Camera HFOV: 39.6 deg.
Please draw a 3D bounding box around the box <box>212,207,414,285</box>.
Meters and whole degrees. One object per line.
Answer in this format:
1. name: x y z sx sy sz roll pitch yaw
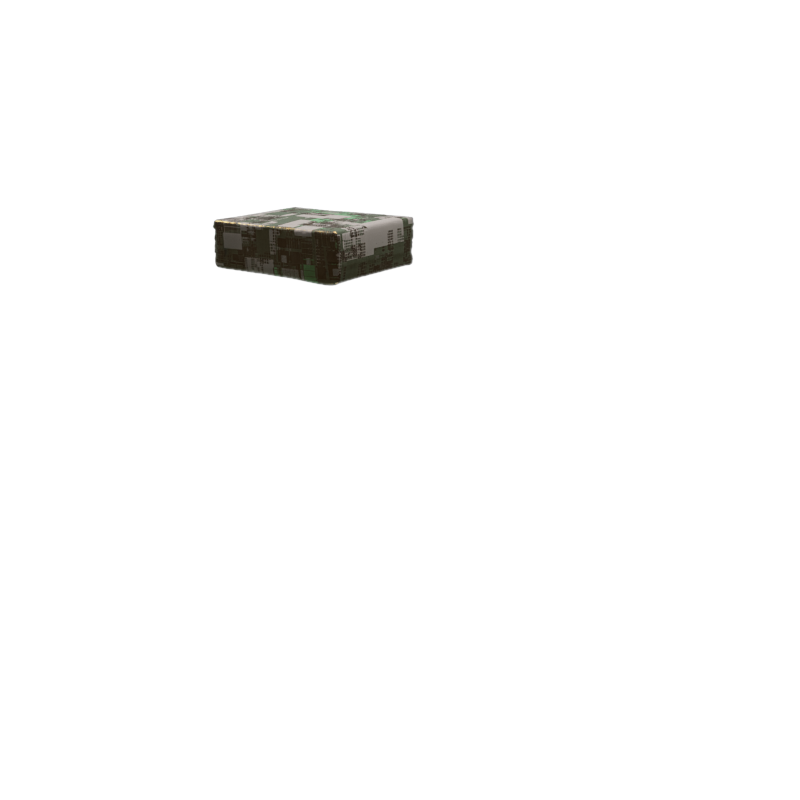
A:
1. box: -0.061 -0.111 0.778 0.119 0.038 0.088 13 22 35
